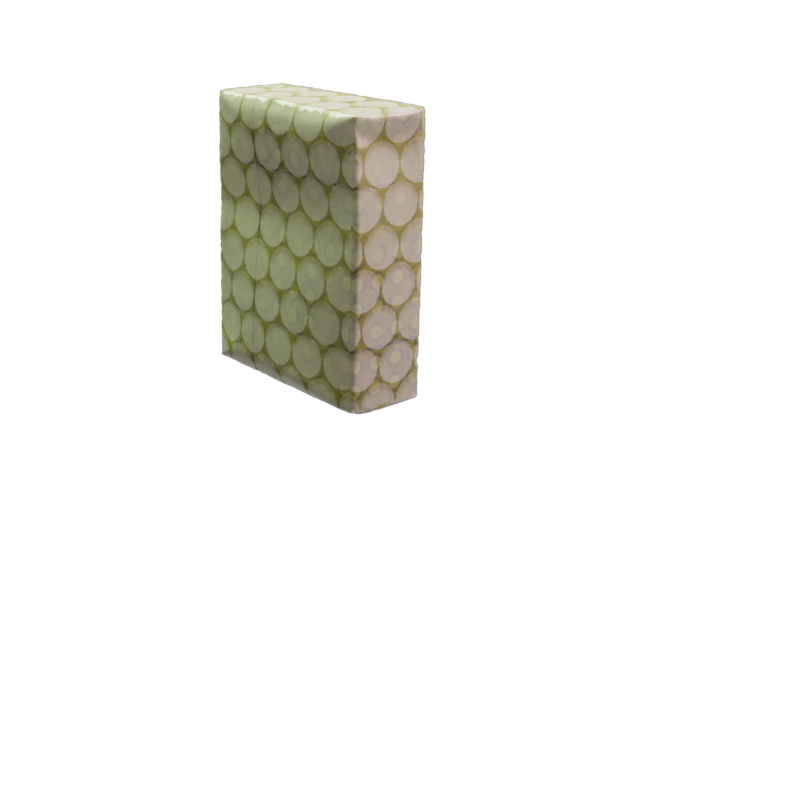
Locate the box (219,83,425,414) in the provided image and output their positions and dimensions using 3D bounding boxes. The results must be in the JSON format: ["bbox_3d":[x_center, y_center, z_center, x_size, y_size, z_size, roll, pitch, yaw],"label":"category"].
[{"bbox_3d":[-0.064,-0.116,0.814,0.070,0.206,0.174,-13,23,-39],"label":"box"}]
